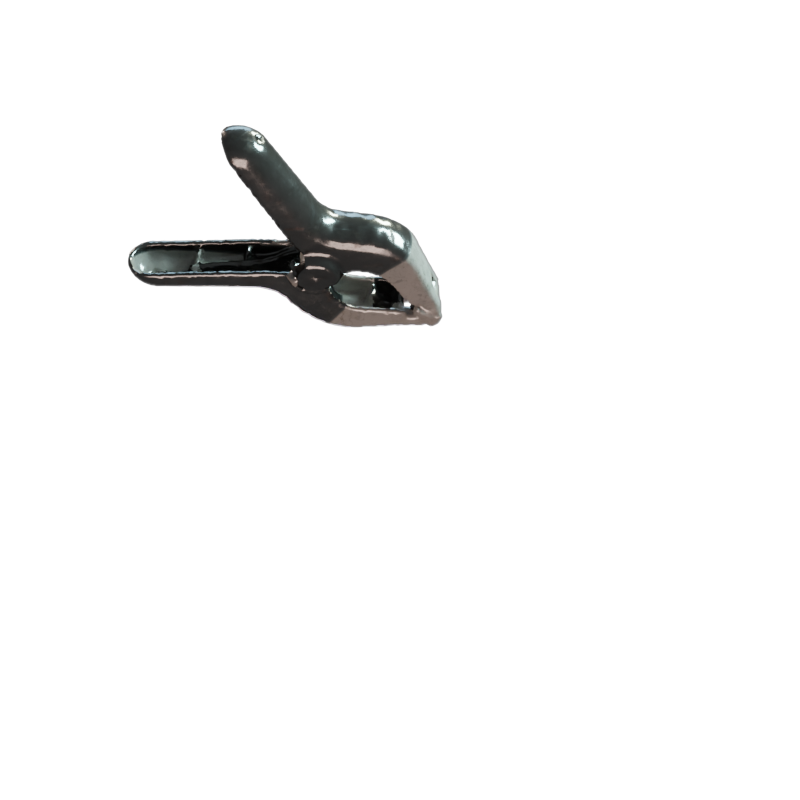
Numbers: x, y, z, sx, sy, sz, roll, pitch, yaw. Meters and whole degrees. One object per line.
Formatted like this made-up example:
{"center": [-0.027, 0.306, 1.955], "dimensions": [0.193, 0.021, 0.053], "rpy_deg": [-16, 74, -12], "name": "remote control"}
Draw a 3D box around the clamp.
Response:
{"center": [-0.045, -0.083, 0.581], "dimensions": [0.166, 0.042, 0.117], "rpy_deg": [12, -30, -21], "name": "clamp"}
